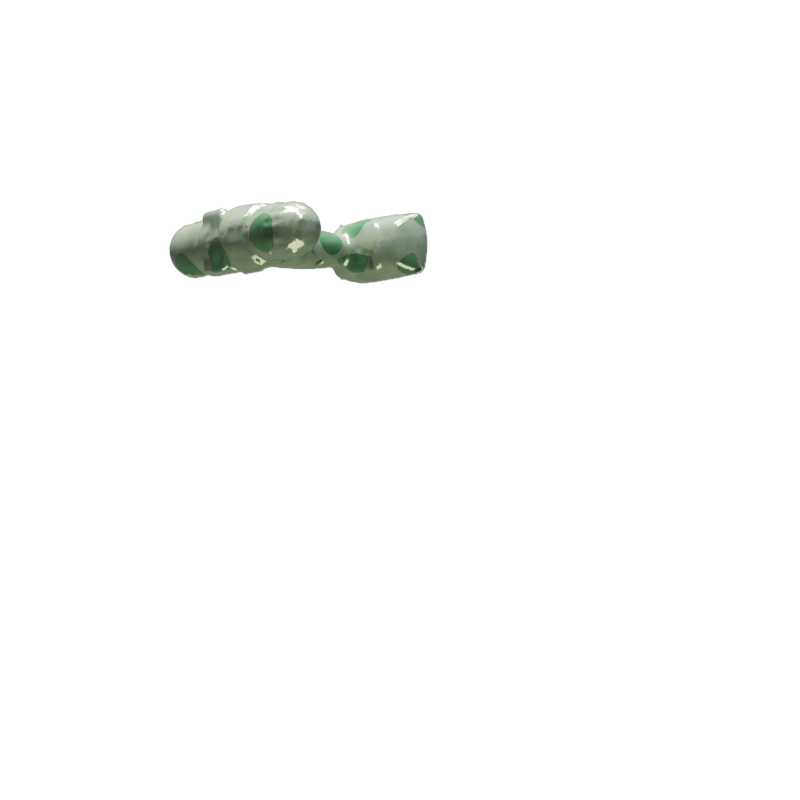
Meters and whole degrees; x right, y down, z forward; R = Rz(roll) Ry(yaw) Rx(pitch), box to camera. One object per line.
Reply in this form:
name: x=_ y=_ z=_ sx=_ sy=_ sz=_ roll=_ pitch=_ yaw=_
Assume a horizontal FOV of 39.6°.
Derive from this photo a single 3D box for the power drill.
power drill: x=-0.071 y=-0.129 z=0.906 sx=0.180 sy=0.058 sz=0.191 roll=-1 pitch=2 yaw=-38
